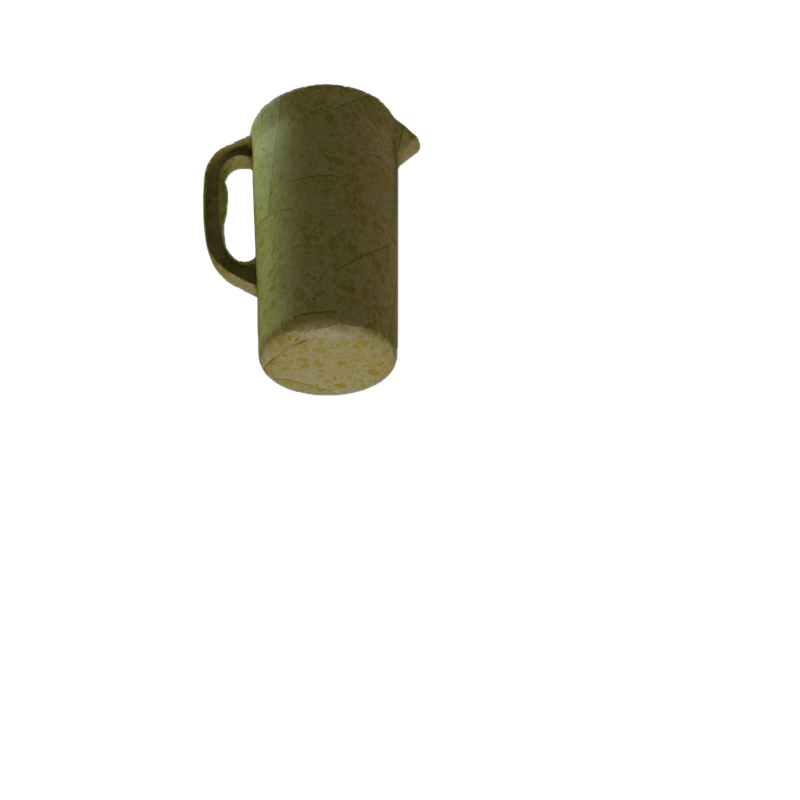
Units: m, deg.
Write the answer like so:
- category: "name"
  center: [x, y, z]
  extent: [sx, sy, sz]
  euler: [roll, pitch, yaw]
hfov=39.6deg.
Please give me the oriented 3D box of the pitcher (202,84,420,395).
- category: "pitcher"
  center: [-0.072, -0.131, 0.920]
  extent: [0.136, 0.260, 0.148]
  euler: [25, -41, -35]
